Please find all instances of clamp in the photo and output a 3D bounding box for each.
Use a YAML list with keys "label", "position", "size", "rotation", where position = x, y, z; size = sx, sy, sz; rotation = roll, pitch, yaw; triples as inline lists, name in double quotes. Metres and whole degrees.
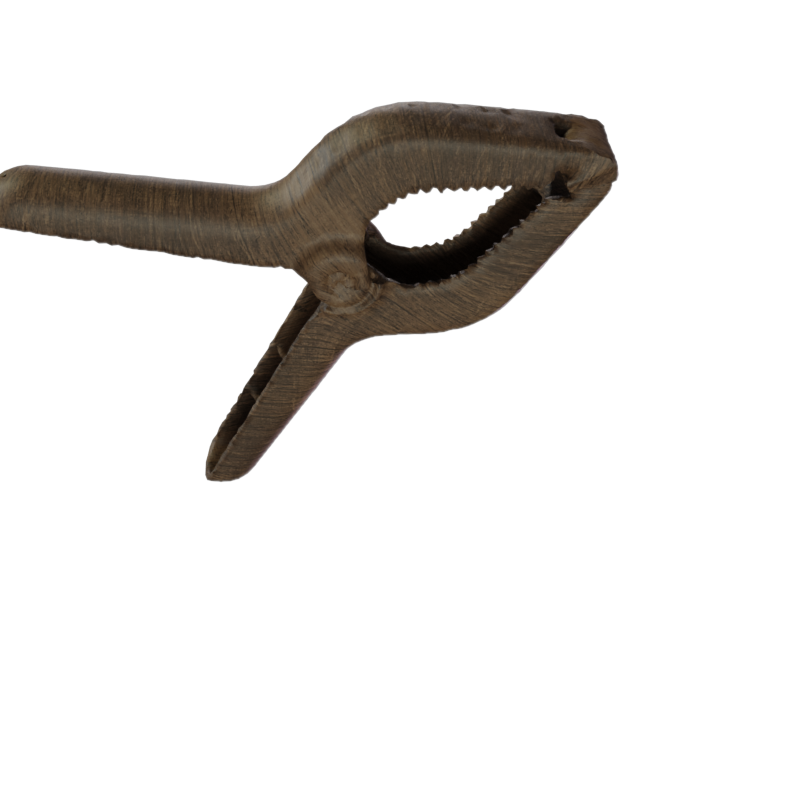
- label: "clamp"
  position: [-0.031, -0.056, 0.394]
  size: [0.210, 0.039, 0.153]
  rotation: [-25, -53, 21]
